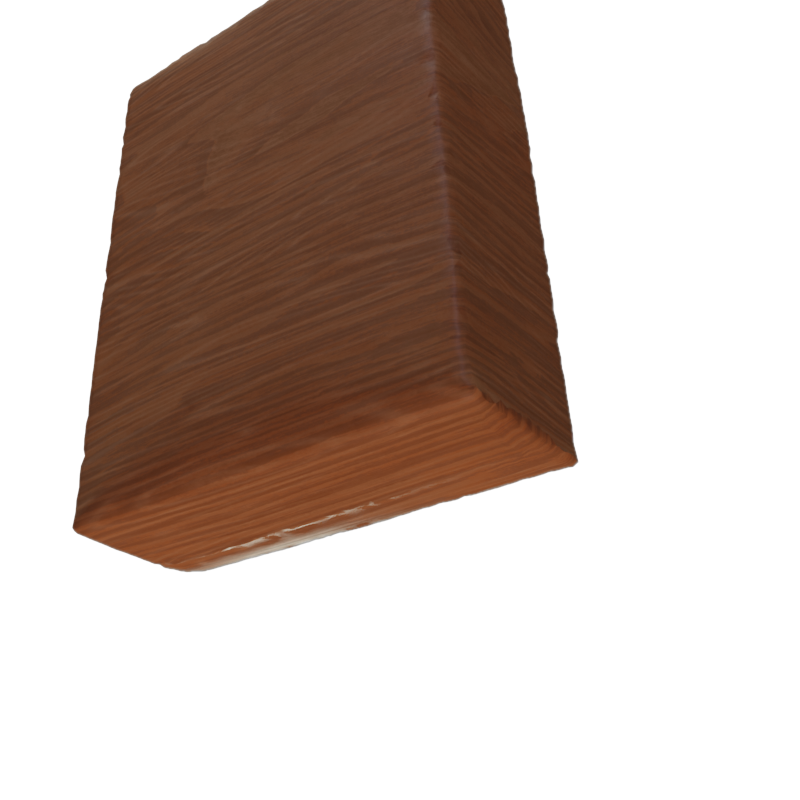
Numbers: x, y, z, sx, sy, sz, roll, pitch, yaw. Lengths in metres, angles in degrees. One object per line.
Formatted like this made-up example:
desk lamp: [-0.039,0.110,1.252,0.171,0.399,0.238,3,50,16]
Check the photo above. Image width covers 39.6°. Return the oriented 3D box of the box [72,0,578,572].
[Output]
box: [-0.033,-0.060,0.420,0.165,0.229,0.067,-23,-39,29]
